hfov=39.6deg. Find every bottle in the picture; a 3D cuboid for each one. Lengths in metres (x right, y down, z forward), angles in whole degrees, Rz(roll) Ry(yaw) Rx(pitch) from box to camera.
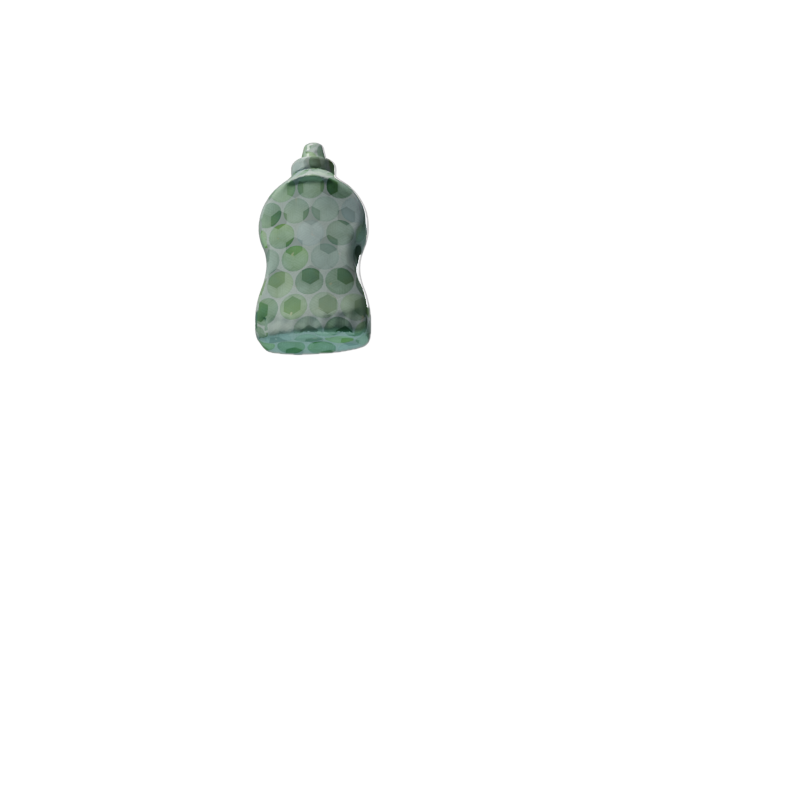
[{"bbox_3d":[-0.076,-0.138,0.967,0.097,0.202,0.055,-6,-23,10],"label":"bottle"}]
